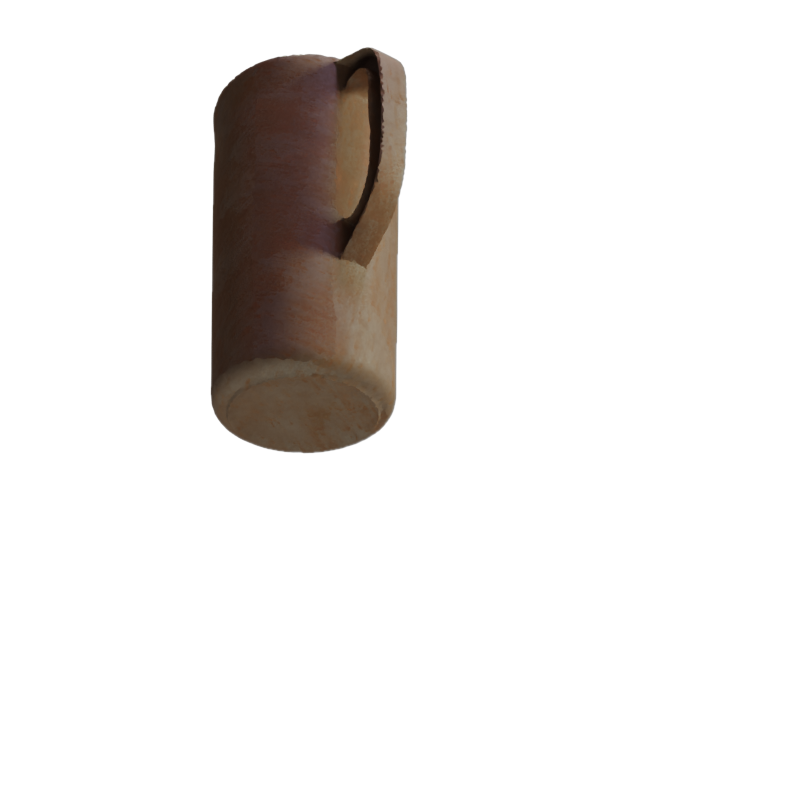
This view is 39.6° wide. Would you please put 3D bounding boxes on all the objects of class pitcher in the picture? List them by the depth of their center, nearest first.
[{"bbox_3d":[-0.055,-0.101,0.705,0.146,0.260,0.138,-8,-36,8],"label":"pitcher"}]
